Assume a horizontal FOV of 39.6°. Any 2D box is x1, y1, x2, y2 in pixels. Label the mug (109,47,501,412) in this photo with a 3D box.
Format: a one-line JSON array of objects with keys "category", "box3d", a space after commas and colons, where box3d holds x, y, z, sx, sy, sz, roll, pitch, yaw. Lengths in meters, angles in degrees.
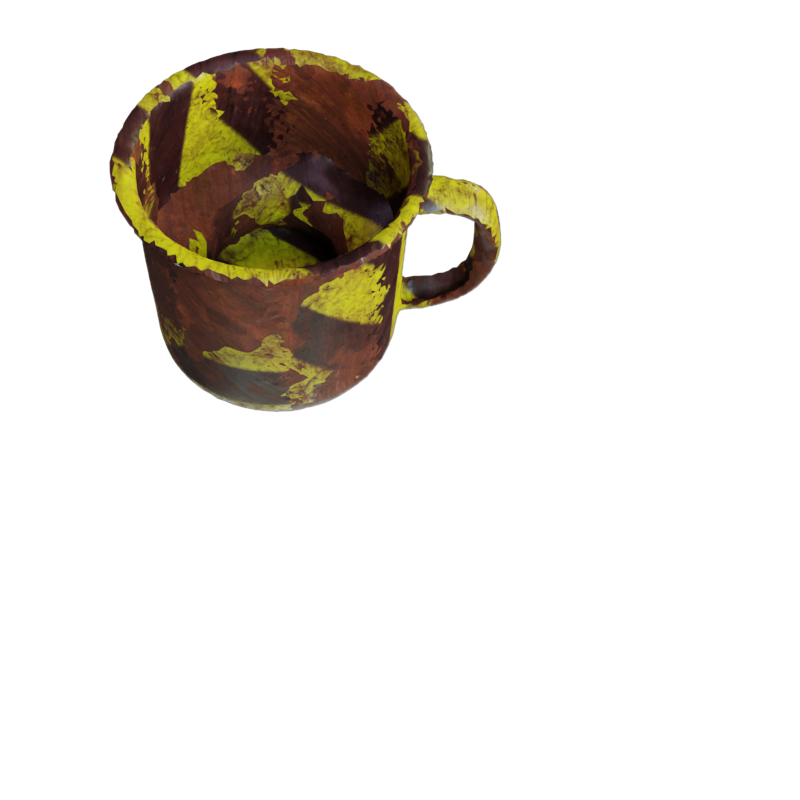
[{"category": "mug", "box3d": [-0.027, -0.050, 0.350, 0.117, 0.100, 0.076, -1, -35, -2]}]
